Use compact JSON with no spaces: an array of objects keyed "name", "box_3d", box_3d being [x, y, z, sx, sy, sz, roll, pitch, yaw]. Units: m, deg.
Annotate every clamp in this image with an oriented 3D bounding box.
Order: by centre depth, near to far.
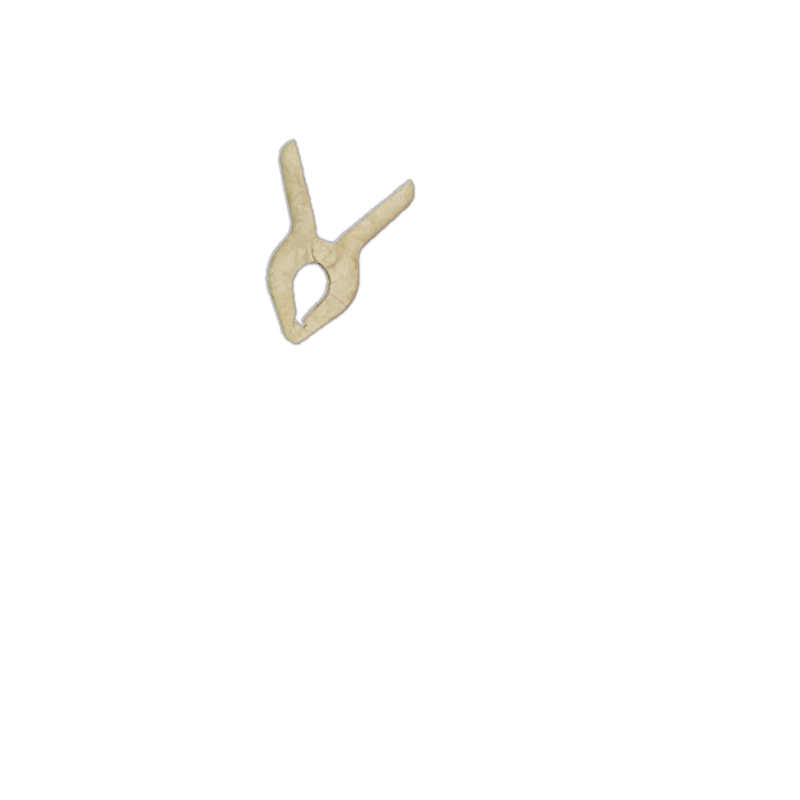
[{"name":"clamp","box_3d":[-0.074,-0.136,0.950,0.121,0.173,0.038,26,-7,3]}]
